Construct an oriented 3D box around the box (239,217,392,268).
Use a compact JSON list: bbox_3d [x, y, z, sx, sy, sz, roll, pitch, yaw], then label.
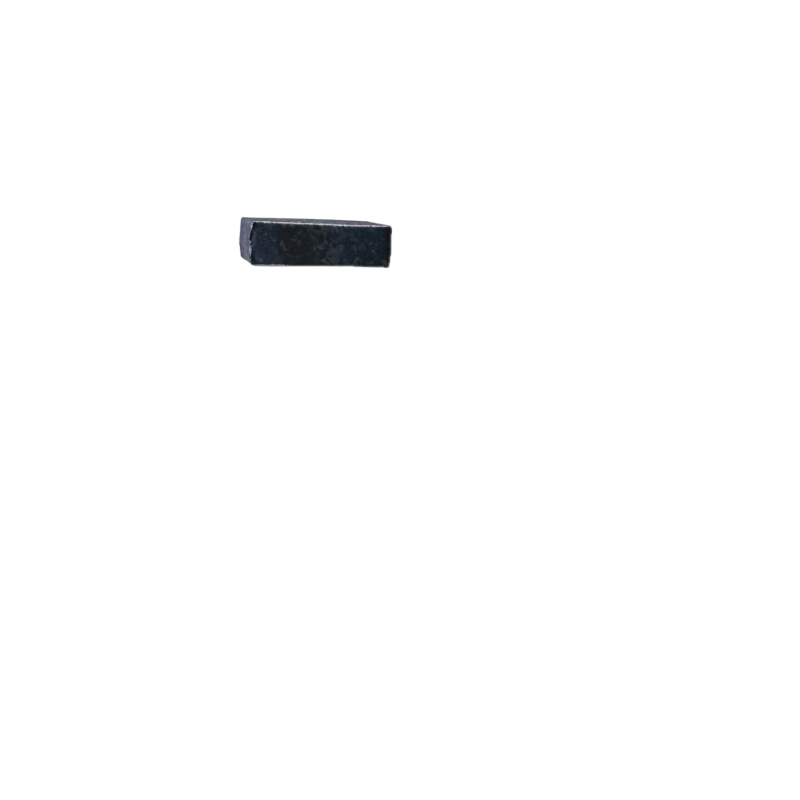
[{"bbox_3d":[-0.070,-0.128,0.896,0.112,0.038,0.092,-2,9,-11],"label":"box"}]
